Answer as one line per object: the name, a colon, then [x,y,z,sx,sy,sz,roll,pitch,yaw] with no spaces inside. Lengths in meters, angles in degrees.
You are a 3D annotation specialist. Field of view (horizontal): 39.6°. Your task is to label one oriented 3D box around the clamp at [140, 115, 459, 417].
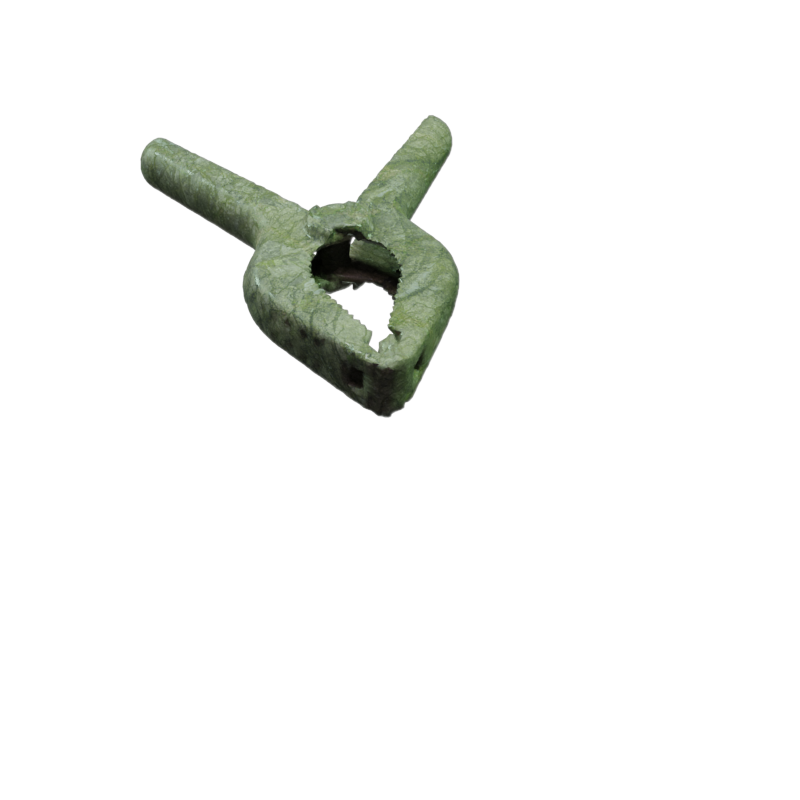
clamp: [-0.040,-0.073,0.513,0.163,0.034,0.226,-4,40,-6]
